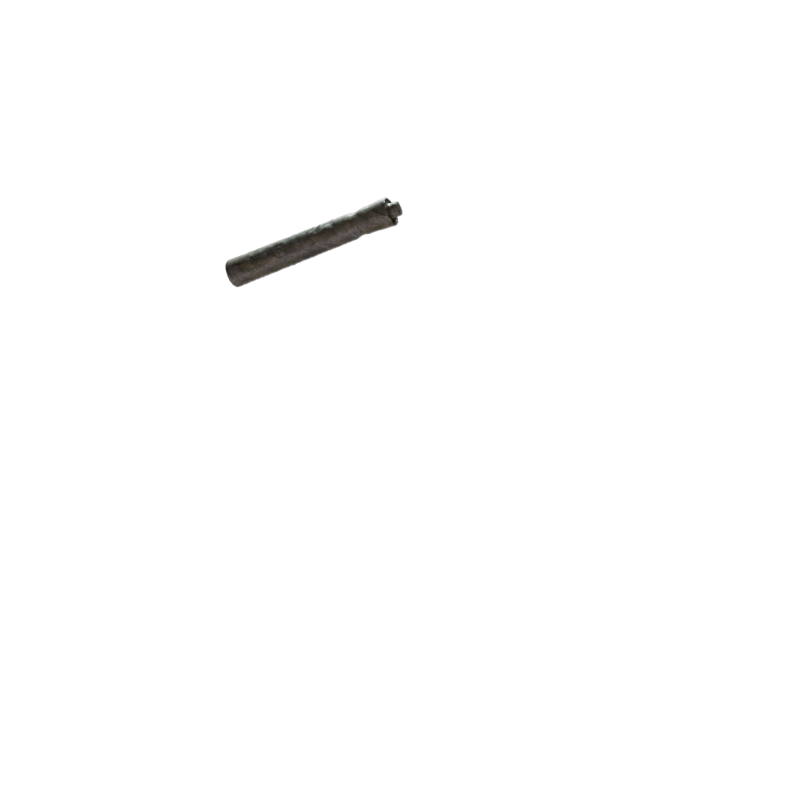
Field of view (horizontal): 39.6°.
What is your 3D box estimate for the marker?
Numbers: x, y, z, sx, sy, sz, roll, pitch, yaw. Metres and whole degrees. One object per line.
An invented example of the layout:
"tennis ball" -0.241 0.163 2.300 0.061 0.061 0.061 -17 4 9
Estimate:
"marker" -0.055 -0.099 0.697 0.122 0.020 0.019 -18 -3 21
